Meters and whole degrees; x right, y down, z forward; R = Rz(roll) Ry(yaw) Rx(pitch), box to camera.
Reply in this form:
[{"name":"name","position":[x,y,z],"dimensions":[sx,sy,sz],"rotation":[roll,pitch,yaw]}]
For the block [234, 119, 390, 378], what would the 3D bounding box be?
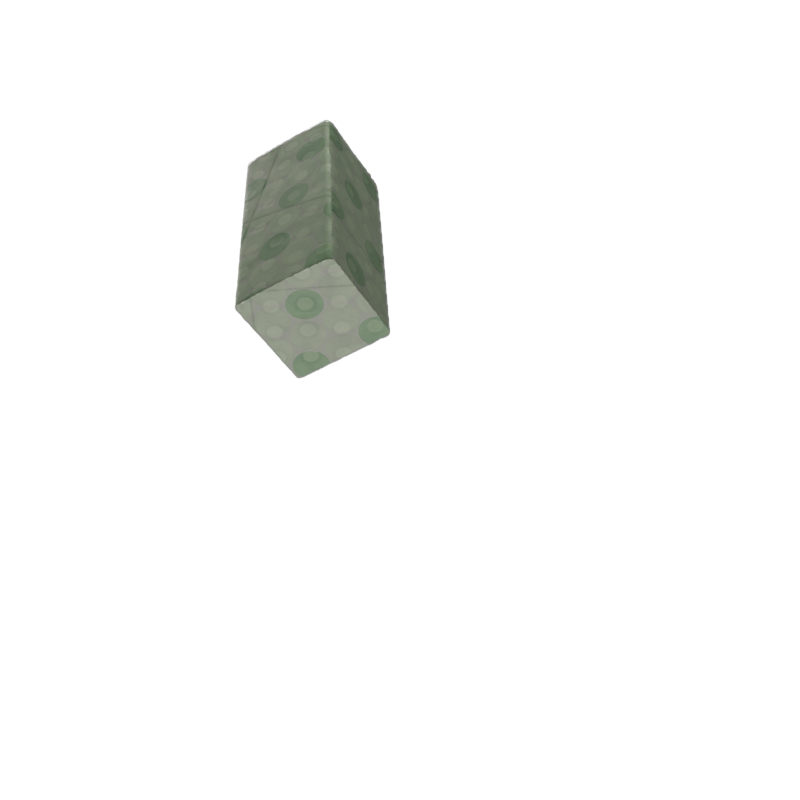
[{"name":"block","position":[-0.072,-0.133,0.927],"dimensions":[0.090,0.221,0.084],"rotation":[-26,-53,18]}]
